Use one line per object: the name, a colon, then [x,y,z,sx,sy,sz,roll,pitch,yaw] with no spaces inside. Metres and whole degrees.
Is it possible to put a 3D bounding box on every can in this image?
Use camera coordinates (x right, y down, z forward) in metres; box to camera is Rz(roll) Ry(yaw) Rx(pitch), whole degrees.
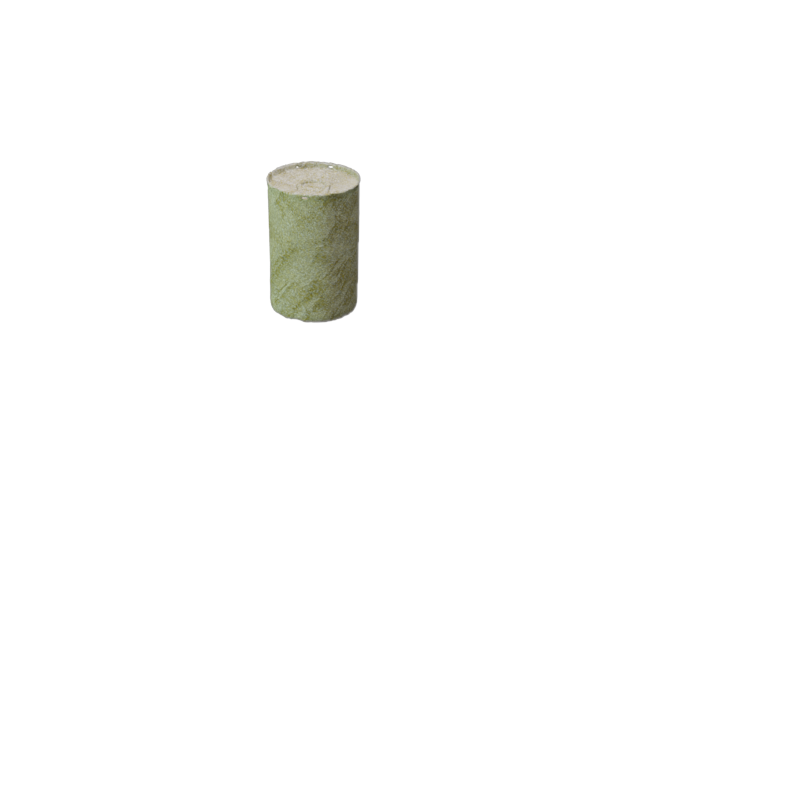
can: [-0.064,-0.117,0.816,0.068,0.097,0.072,0,27,-2]
